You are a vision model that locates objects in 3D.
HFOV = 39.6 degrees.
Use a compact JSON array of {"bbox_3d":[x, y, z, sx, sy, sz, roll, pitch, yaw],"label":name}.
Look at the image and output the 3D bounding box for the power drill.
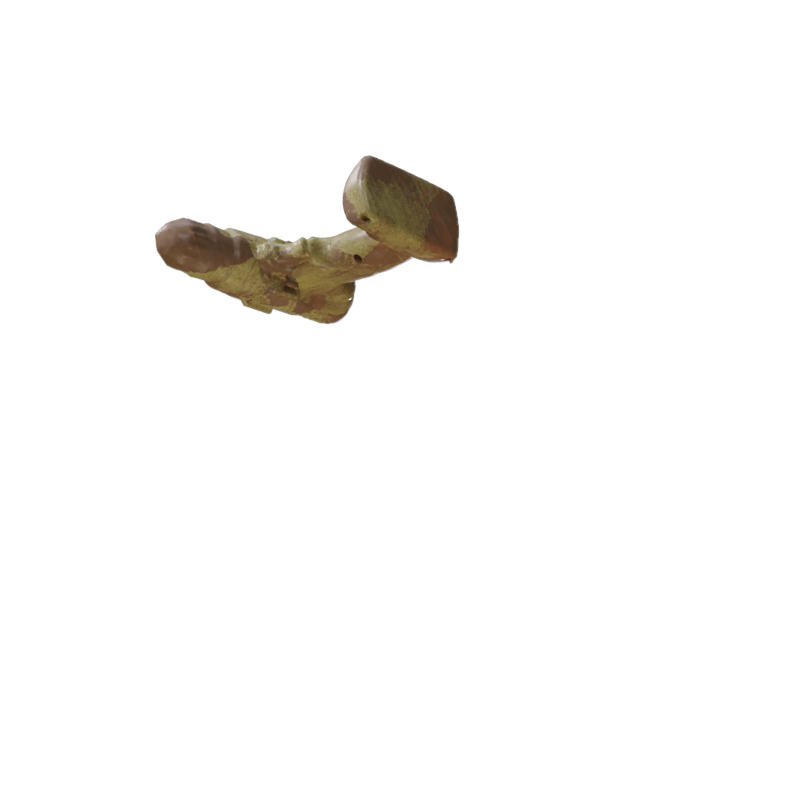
[{"bbox_3d":[-0.065,-0.119,0.833,0.174,0.060,0.190,16,-24,-41],"label":"power drill"}]
